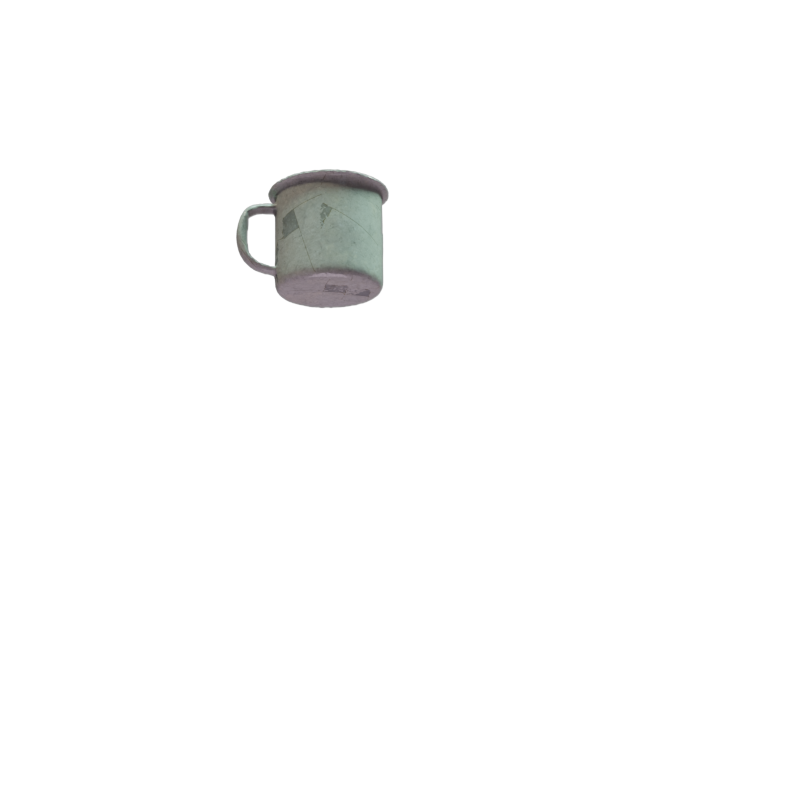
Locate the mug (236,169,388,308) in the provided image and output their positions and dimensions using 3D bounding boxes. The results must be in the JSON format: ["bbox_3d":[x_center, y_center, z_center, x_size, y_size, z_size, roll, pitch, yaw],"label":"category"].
[{"bbox_3d":[-0.066,-0.120,0.840,0.115,0.085,0.091,3,-17,-12],"label":"mug"}]
